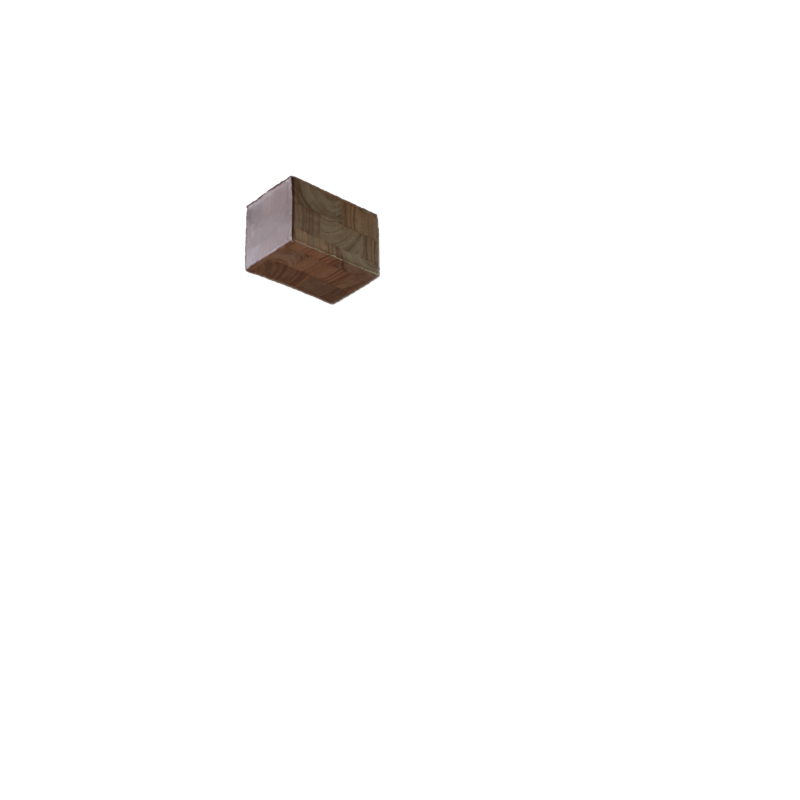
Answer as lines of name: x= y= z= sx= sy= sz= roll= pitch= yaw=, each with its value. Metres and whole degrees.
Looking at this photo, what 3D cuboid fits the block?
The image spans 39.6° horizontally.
block: x=-0.058 y=-0.107 z=0.746 sx=0.073 sy=0.054 sz=0.053 roll=21 pitch=-35 yaw=-37
